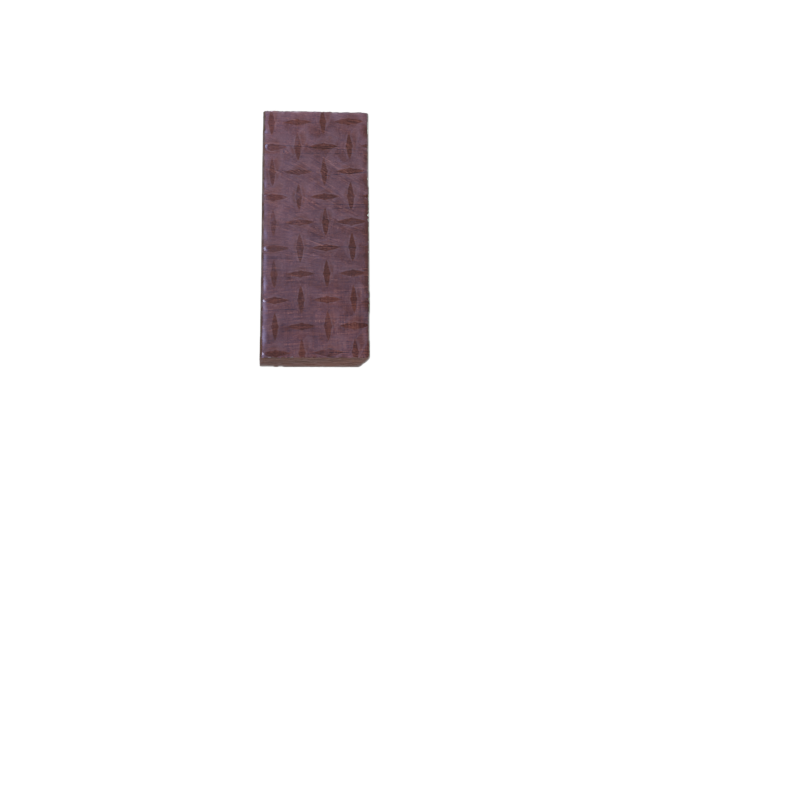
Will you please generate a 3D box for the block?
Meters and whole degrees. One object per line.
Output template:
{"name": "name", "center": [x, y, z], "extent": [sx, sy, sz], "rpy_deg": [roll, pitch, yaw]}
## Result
{"name": "block", "center": [-0.074, -0.135, 0.947], "extent": [0.090, 0.212, 0.088], "rpy_deg": [0, -10, -5]}
